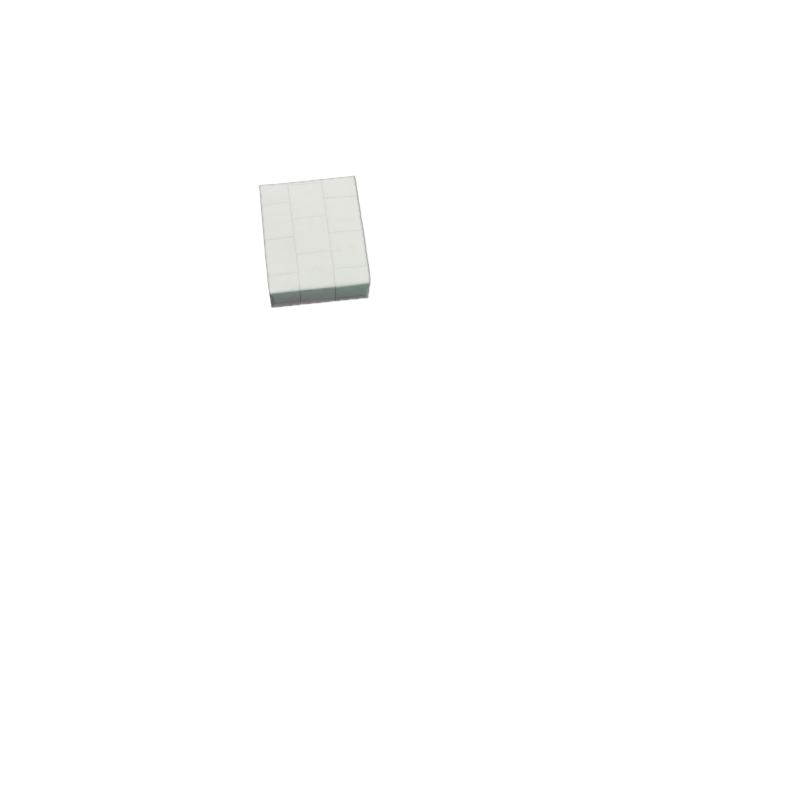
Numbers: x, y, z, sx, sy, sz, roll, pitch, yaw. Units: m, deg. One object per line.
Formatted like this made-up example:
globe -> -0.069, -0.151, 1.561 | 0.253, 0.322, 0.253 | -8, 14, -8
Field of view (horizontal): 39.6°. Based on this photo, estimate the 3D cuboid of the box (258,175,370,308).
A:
box -> -0.078, -0.143, 0.999 | 0.089, 0.121, 0.037 | -7, -27, -4
